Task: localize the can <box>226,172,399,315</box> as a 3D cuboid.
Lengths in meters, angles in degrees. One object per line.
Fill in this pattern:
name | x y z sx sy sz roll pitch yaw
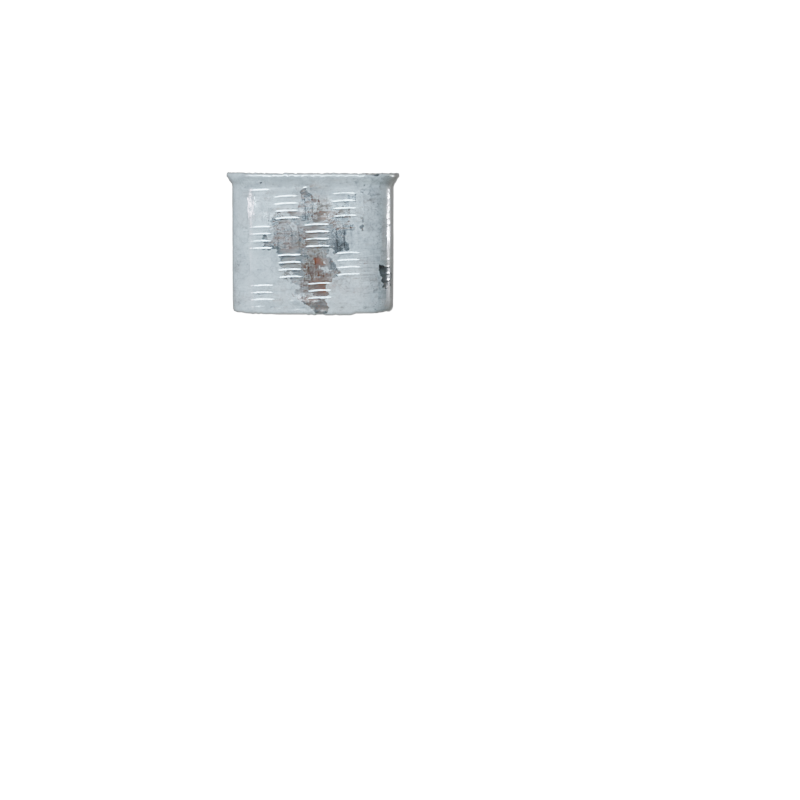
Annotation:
can | -0.052 -0.096 0.670 0.103 0.083 0.057 1 6 8
